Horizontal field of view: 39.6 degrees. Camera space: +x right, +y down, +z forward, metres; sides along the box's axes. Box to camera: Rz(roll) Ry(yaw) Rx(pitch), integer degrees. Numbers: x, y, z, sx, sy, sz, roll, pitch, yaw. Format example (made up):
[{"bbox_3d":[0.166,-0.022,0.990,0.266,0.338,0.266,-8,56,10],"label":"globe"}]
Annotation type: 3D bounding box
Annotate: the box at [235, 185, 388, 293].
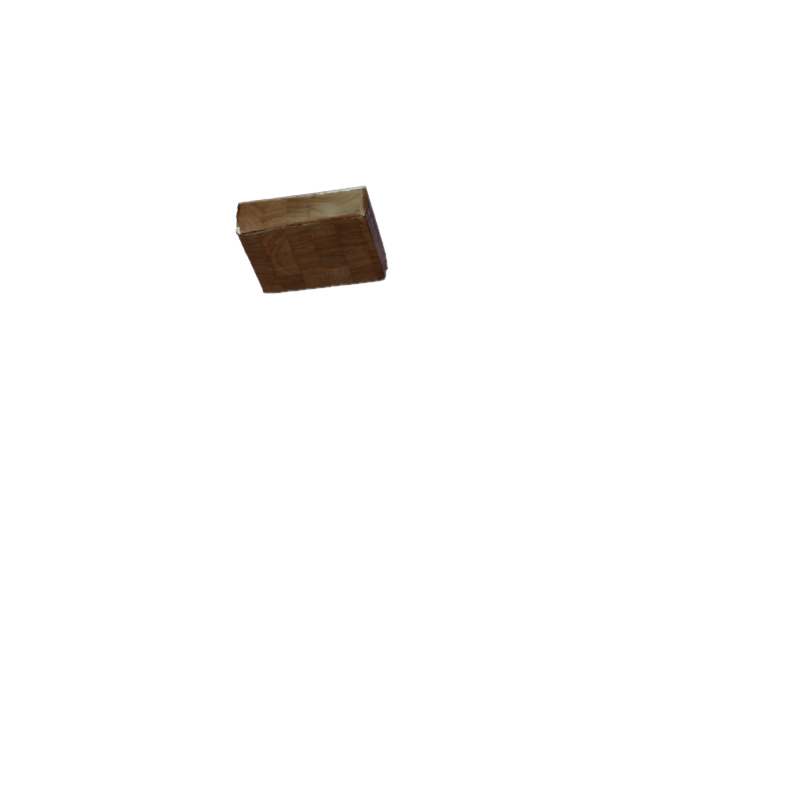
[{"bbox_3d":[-0.074,-0.134,0.940,0.114,0.042,0.083,-7,-36,9],"label":"box"}]
